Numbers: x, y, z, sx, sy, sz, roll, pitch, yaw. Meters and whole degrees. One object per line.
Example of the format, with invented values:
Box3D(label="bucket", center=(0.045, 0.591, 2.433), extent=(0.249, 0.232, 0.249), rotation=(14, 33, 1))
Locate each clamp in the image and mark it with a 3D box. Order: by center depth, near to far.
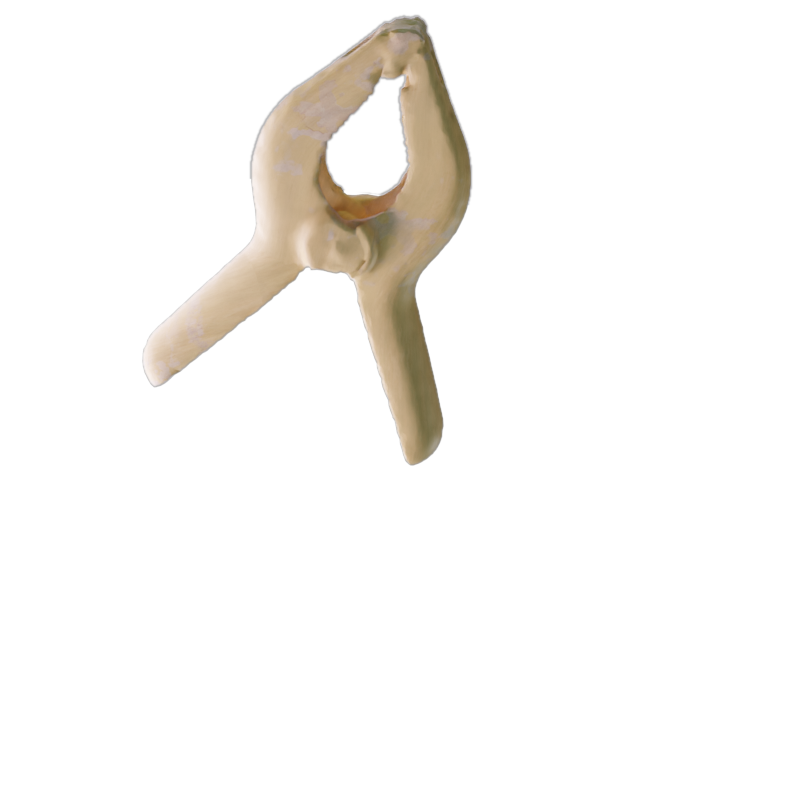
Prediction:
Box3D(label="clamp", center=(-0.032, -0.059, 0.411), extent=(0.119, 0.164, 0.041), rotation=(8, 21, -3))
